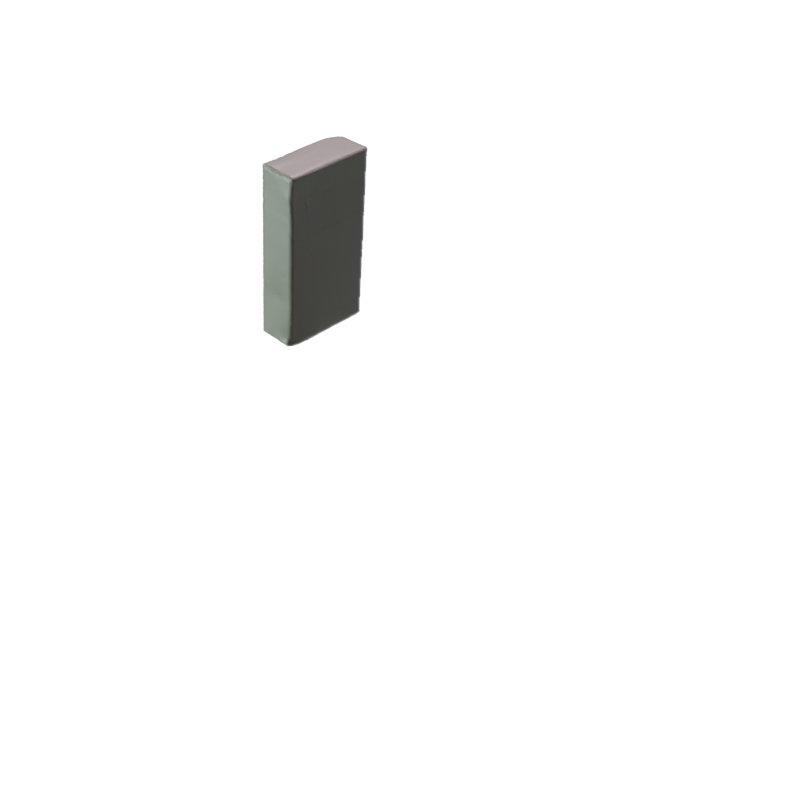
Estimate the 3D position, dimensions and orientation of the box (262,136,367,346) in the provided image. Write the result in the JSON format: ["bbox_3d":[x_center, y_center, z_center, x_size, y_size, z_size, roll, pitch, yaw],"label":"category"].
[{"bbox_3d":[-0.078,-0.143,0.997,0.051,0.166,0.093,28,40,35],"label":"box"}]
